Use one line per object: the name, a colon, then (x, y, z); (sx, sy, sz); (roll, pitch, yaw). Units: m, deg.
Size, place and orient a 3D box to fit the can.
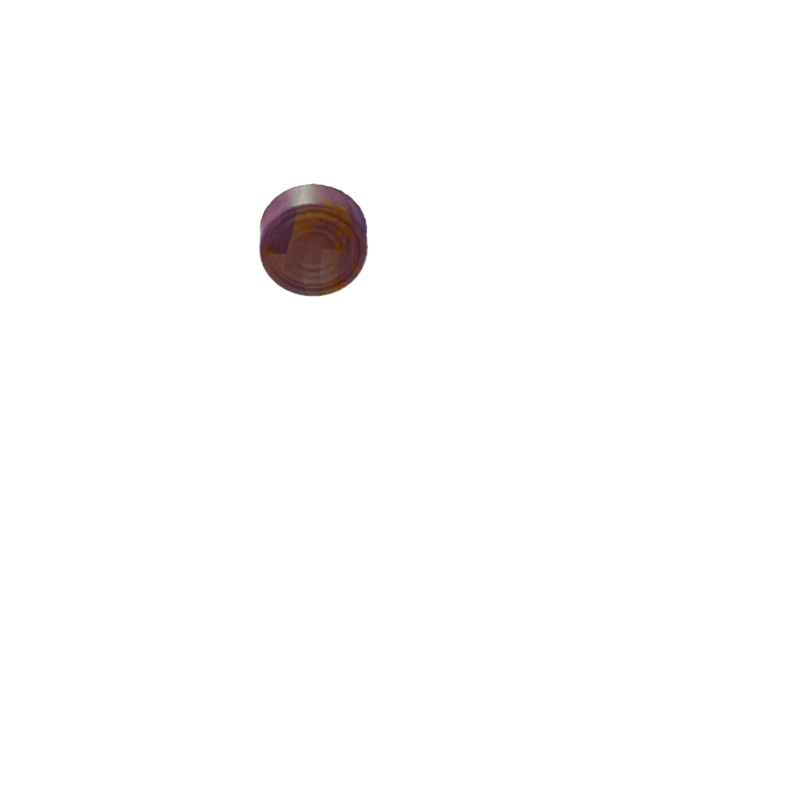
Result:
can: (-0.068, -0.124, 0.868); (0.086, 0.081, 0.036); (1, 34, -1)
